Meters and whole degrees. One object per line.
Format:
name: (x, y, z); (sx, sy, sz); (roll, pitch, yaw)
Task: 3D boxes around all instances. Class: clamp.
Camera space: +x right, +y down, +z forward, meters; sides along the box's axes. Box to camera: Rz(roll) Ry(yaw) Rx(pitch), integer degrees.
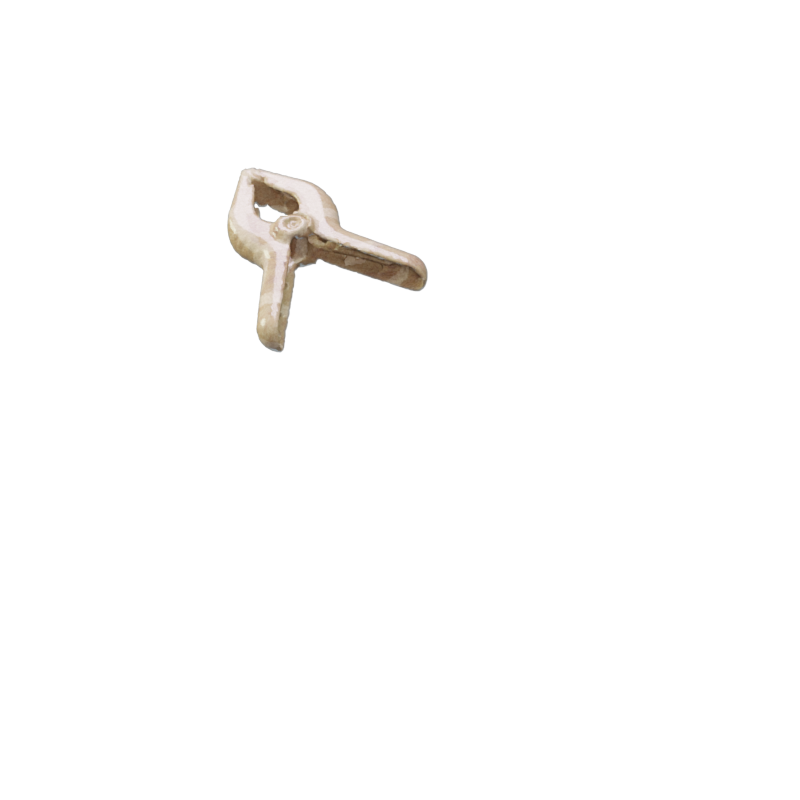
clamp: (-0.060, -0.110, 0.768); (0.119, 0.036, 0.186); (-14, 48, -14)
